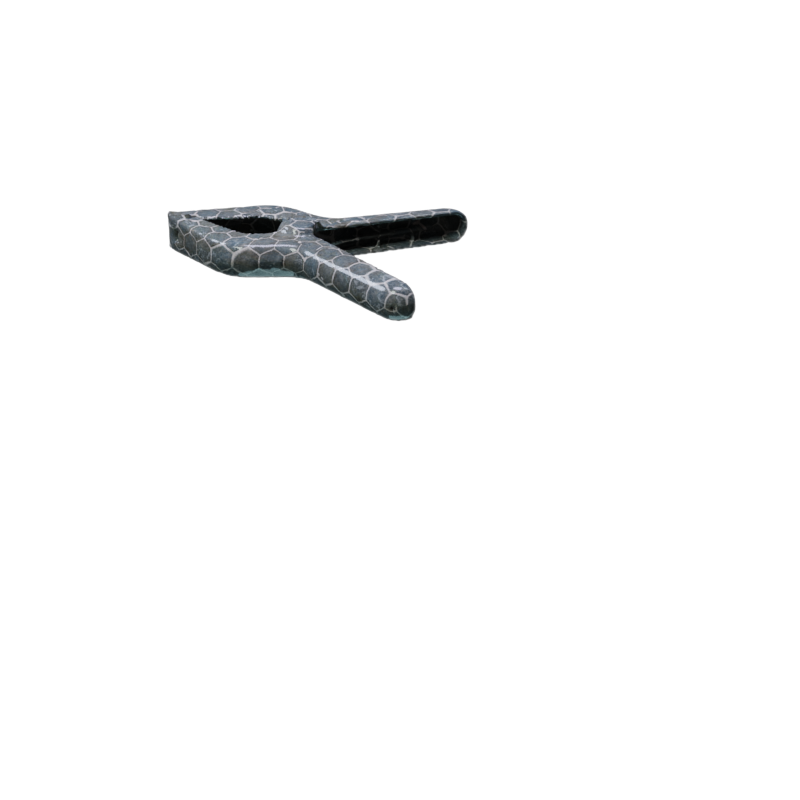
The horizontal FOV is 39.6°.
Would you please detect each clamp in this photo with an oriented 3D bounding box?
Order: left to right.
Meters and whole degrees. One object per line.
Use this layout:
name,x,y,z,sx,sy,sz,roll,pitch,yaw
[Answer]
clamp,-0.061,-0.111,0.777,0.218,0.035,0.167,12,29,22
